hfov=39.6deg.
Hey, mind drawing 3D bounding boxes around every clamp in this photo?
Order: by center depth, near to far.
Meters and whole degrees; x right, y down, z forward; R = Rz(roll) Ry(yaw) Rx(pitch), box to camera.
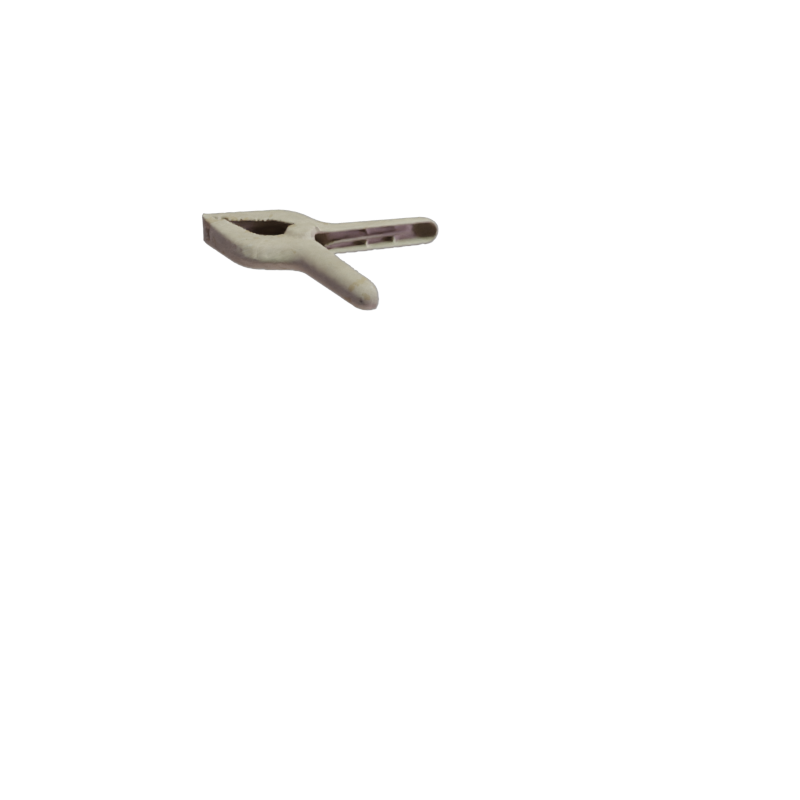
[{"bbox_3d":[-0.078,-0.142,0.994,0.220,0.034,0.166,15,33,25],"label":"clamp"}]
